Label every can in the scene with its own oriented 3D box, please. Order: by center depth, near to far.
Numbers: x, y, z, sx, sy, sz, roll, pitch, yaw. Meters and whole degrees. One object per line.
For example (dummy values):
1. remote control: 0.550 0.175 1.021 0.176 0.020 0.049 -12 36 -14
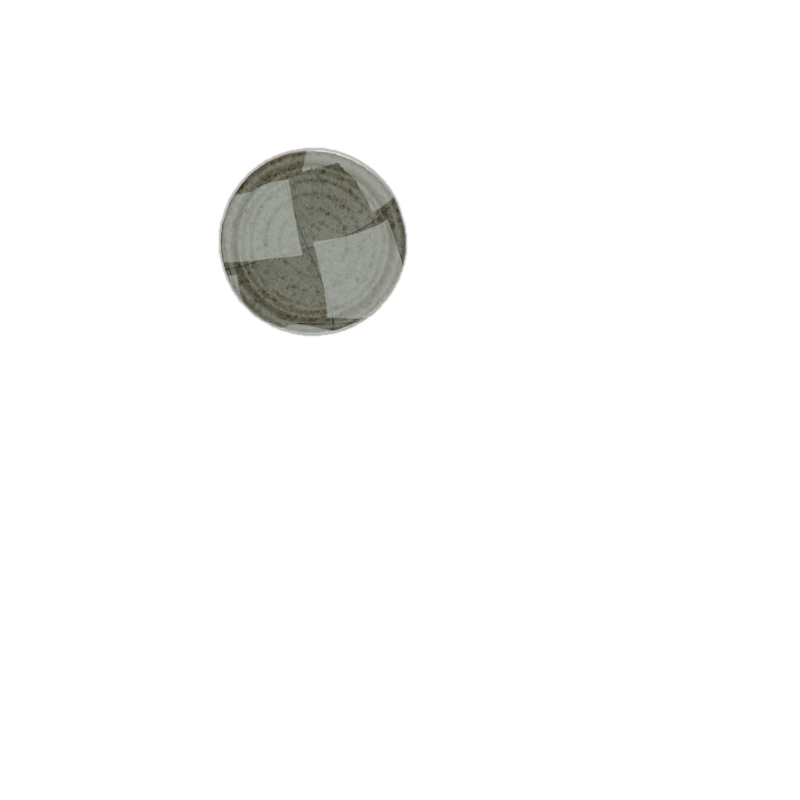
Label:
1. can: -0.040 -0.073 0.513 0.086 0.085 0.034 0 3 -1
